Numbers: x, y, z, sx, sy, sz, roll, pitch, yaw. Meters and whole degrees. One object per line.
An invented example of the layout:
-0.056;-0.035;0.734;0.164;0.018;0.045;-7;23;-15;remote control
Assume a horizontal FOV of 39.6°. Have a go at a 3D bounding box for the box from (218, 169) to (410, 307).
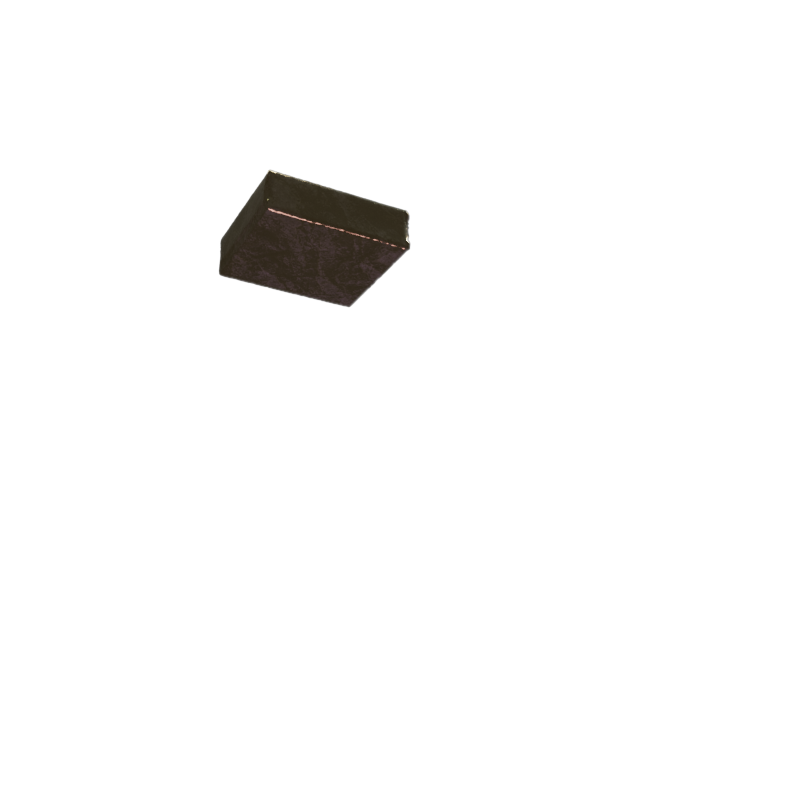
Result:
-0.049;-0.090;0.634;0.086;0.032;0.071;13;-32;-23;box
